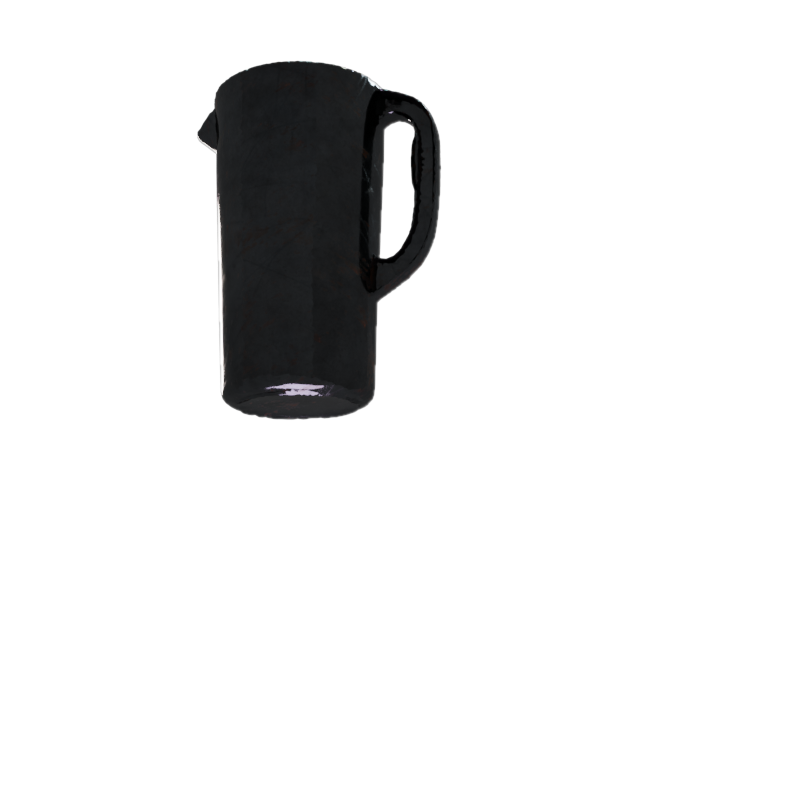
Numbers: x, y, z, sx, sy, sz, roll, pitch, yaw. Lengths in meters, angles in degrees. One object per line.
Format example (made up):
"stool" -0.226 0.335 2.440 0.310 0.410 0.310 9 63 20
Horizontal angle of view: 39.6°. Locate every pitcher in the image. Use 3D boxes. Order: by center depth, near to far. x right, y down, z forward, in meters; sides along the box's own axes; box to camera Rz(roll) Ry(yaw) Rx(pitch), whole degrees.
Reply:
"pitcher" -0.063 -0.115 0.807 0.139 0.254 0.149 9 -20 -30
